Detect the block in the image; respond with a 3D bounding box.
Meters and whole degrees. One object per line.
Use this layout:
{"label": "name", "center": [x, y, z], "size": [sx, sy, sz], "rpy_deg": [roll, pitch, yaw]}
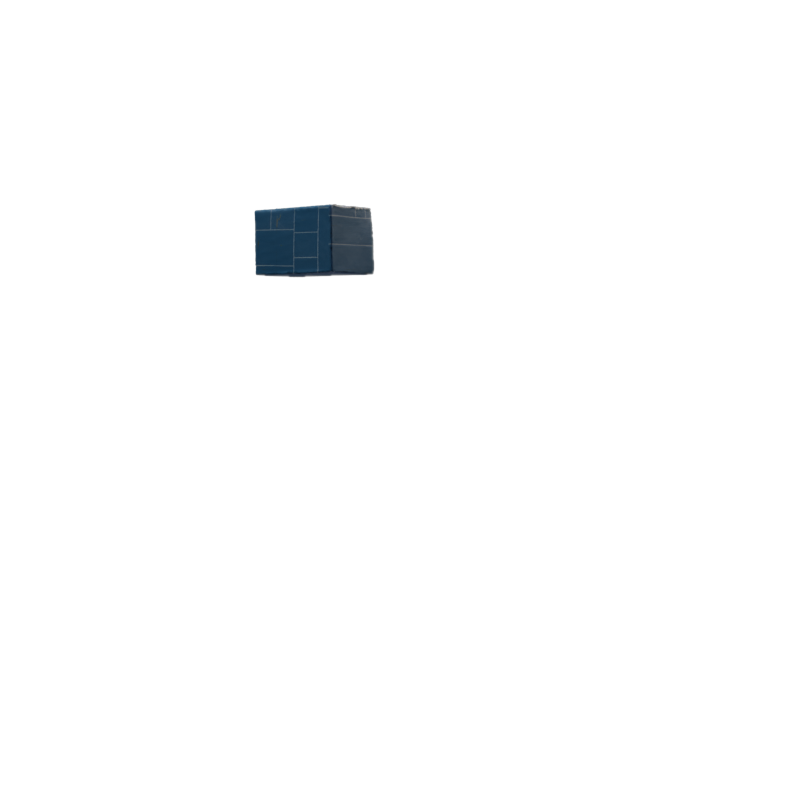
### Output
{"label": "block", "center": [-0.066, -0.120, 0.844], "size": [0.081, 0.051, 0.051], "rpy_deg": [1, 1, 37]}
